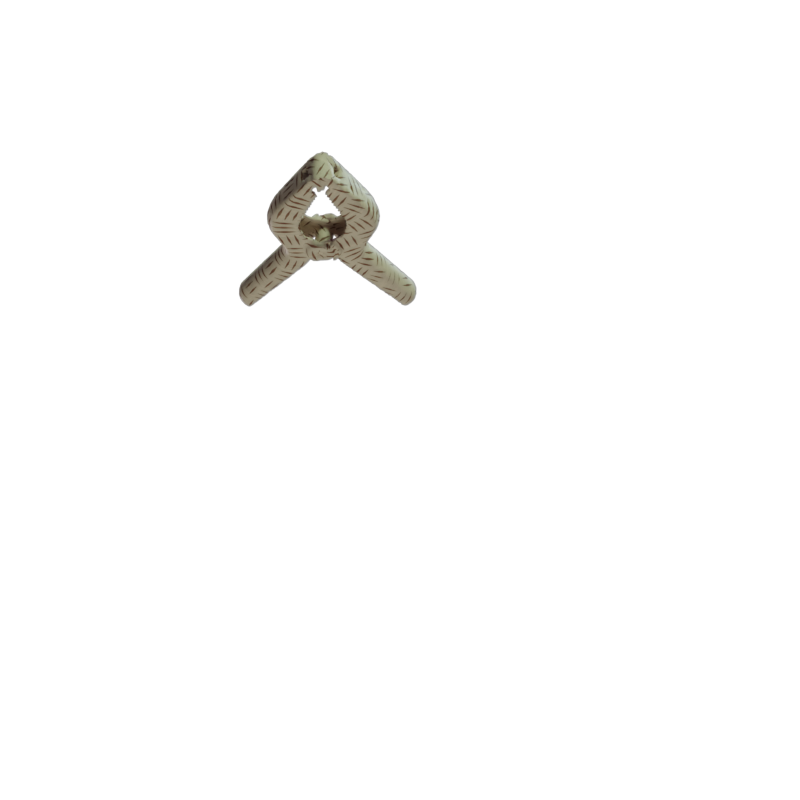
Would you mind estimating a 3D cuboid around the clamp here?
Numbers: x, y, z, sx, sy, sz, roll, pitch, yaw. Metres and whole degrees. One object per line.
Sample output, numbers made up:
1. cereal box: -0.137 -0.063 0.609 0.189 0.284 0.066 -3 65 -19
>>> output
1. clamp: -0.076 -0.138 0.966 0.166 0.039 0.195 -3 -29 6
